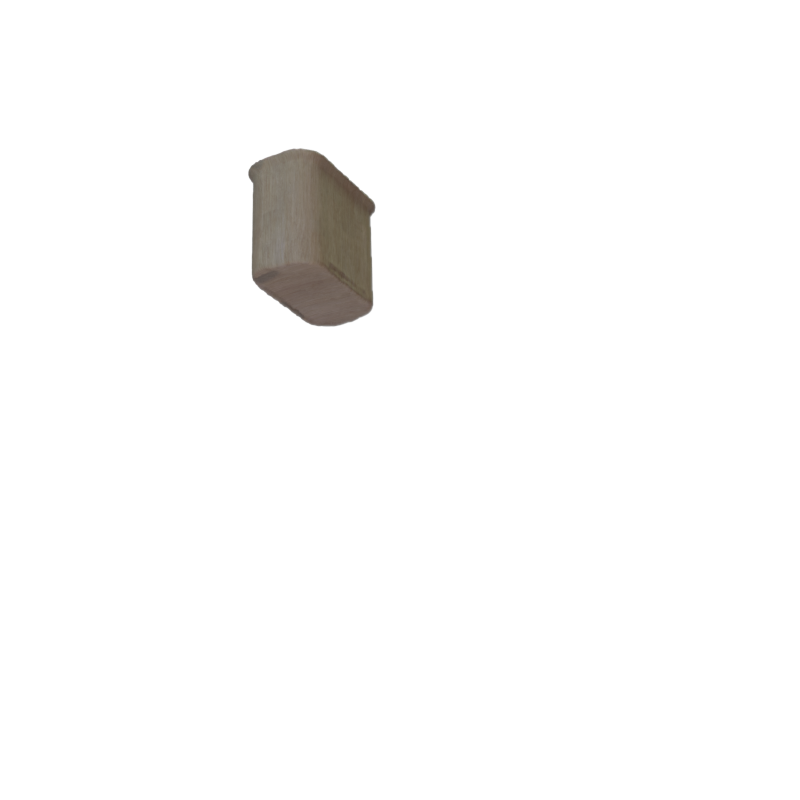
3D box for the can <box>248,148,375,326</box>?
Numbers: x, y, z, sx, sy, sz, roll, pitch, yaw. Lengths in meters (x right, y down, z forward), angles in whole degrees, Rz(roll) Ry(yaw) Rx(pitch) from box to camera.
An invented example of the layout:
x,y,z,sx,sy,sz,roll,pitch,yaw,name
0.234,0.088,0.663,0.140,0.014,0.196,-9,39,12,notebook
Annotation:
x,y,z,sx,sy,sz,roll,pitch,yaw,name
-0.059,-0.107,0.748,0.058,0.089,0.095,-15,-29,26,can
